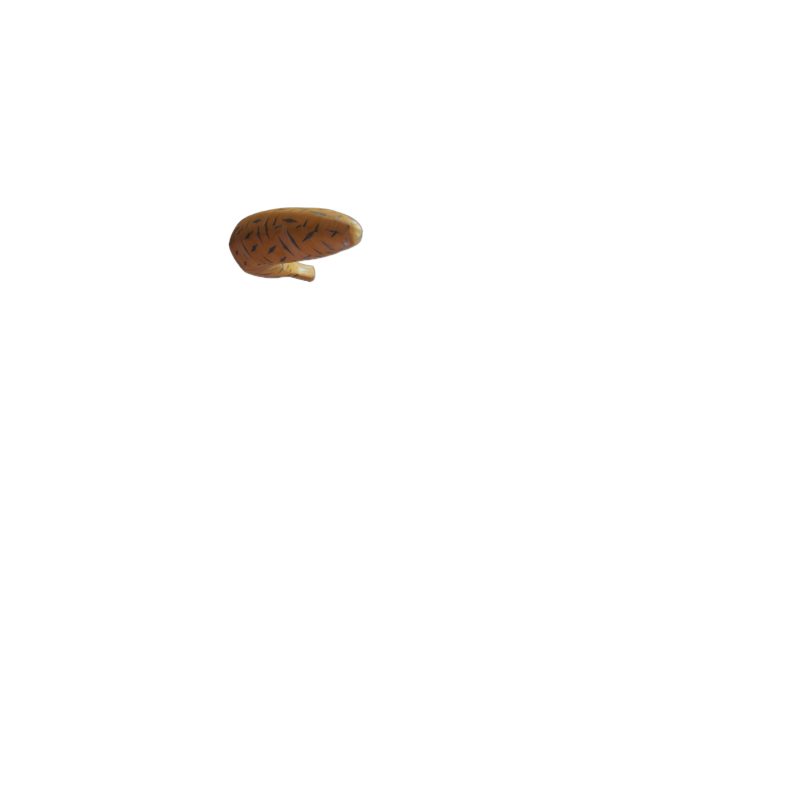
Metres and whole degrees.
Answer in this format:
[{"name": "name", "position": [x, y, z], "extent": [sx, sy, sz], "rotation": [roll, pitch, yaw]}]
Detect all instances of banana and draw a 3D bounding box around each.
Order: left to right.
[{"name": "banana", "position": [-0.075, -0.103, 0.722], "extent": [0.069, 0.037, 0.199], "rotation": [0, 1, -12]}]
